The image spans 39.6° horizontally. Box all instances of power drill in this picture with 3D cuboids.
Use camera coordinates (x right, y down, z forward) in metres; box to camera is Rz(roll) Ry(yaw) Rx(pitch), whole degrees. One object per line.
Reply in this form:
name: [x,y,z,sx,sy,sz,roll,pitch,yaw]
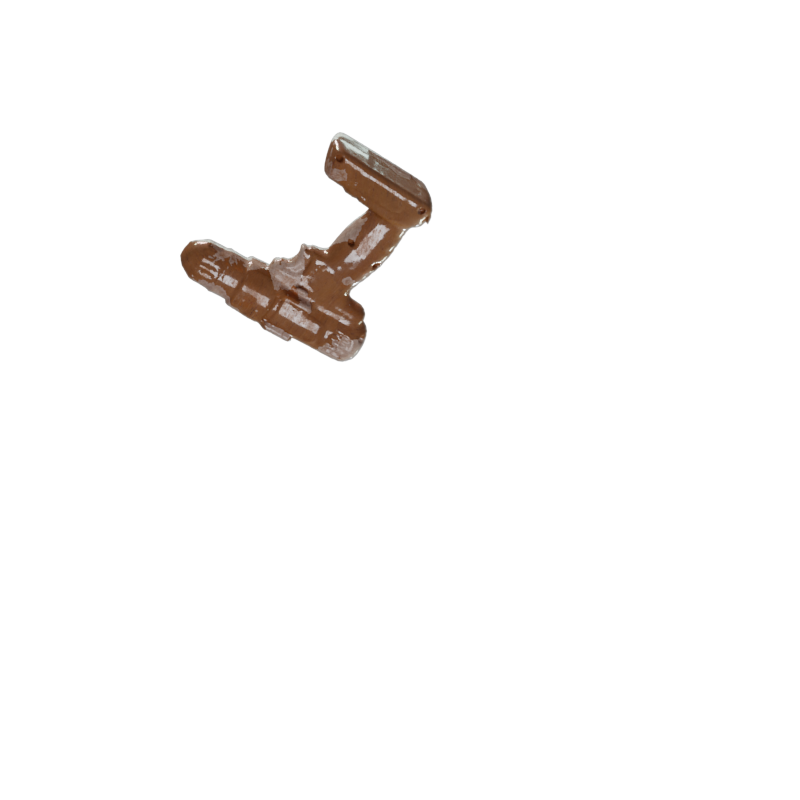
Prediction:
power drill: [-0.076,-0.139,0.971,0.178,0.183,0.061,29,27,-17]
